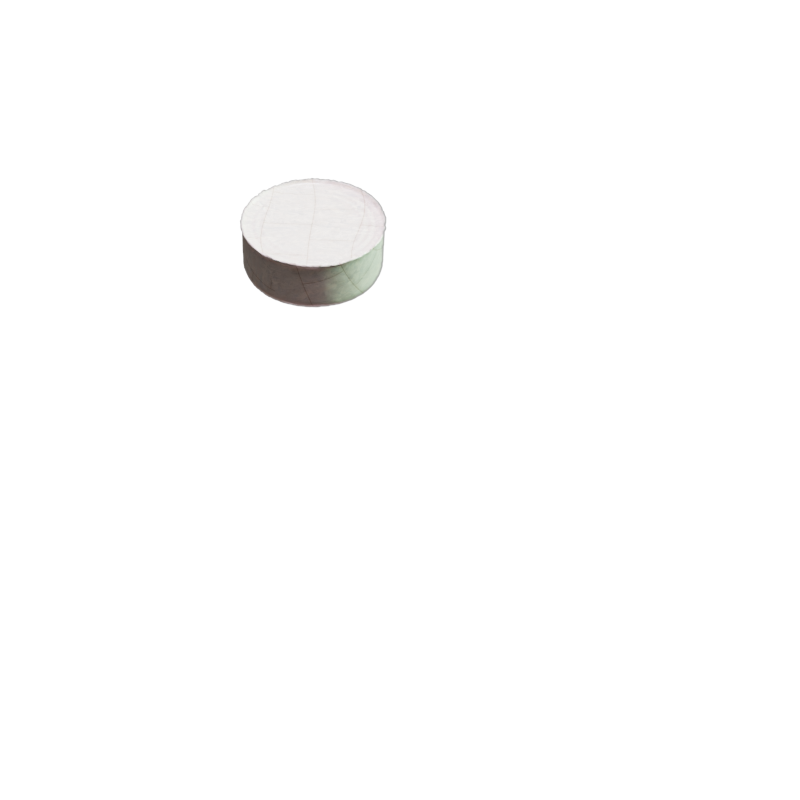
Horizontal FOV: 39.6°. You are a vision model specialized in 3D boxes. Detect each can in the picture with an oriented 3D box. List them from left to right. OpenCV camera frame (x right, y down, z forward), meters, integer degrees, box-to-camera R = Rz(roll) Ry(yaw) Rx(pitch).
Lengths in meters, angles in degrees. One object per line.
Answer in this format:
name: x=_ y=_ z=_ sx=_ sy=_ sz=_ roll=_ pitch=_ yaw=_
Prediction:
can: x=-0.052 y=-0.094 z=0.660 sx=0.086 sy=0.031 sz=0.092 roll=-1 pitch=43 yaw=-2
